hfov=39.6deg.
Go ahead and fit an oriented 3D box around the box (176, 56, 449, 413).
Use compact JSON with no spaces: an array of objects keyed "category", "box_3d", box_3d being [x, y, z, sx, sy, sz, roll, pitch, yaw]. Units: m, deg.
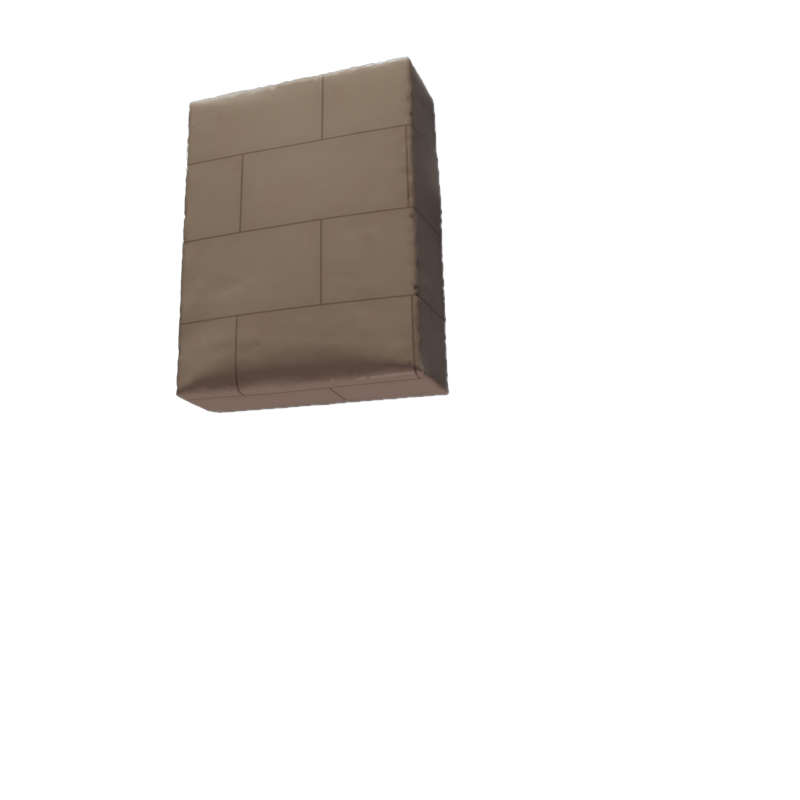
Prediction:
[{"category":"box","box_3d":[-0.058,-0.105,0.735,0.167,0.224,0.067,-8,-22,19]}]
